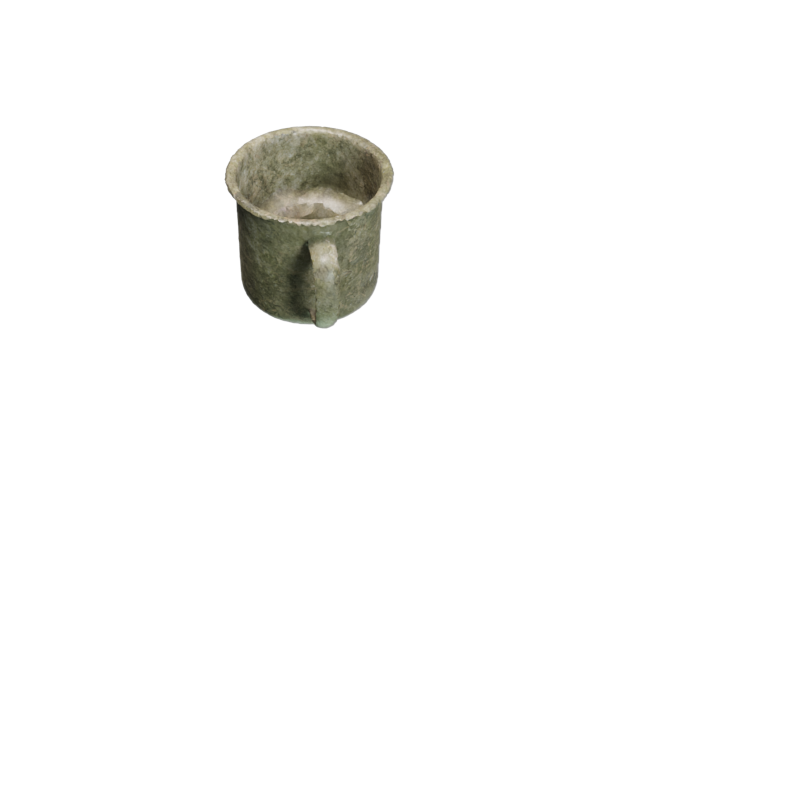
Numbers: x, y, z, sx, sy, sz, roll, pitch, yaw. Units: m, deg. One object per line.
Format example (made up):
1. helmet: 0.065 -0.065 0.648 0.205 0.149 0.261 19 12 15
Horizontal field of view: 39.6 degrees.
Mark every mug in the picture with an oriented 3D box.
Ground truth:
1. mug: -0.049 -0.089 0.627 0.092 0.076 0.127 -8 44 -10
